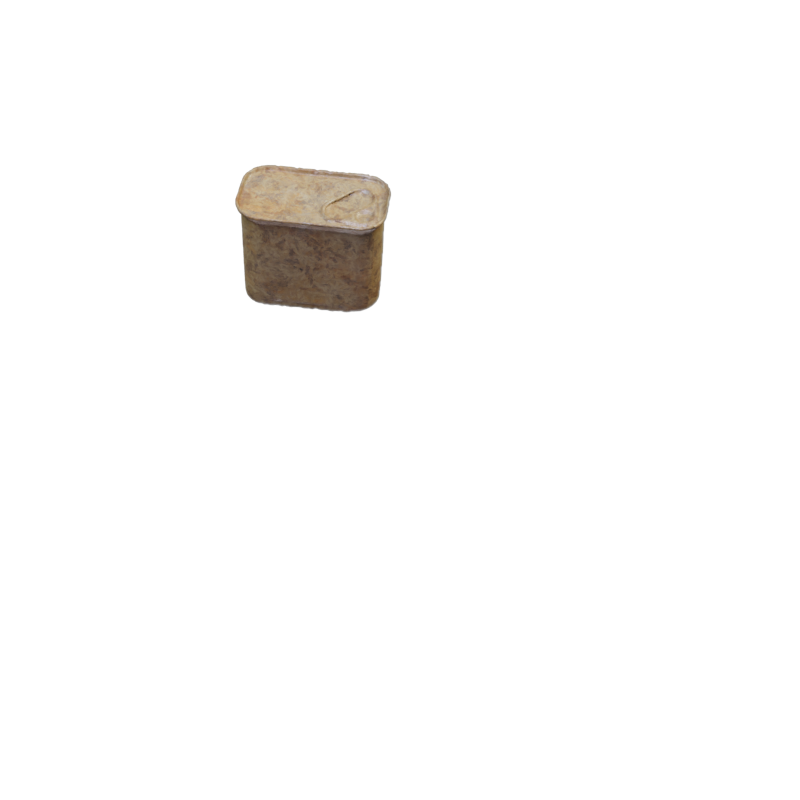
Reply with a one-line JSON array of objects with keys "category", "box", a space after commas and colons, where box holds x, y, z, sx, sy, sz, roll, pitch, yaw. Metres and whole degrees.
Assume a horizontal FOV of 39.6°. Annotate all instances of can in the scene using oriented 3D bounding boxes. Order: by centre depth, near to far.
[{"category": "can", "box": [-0.060, -0.109, 0.767, 0.103, 0.061, 0.078, 7, -44, 5]}]
